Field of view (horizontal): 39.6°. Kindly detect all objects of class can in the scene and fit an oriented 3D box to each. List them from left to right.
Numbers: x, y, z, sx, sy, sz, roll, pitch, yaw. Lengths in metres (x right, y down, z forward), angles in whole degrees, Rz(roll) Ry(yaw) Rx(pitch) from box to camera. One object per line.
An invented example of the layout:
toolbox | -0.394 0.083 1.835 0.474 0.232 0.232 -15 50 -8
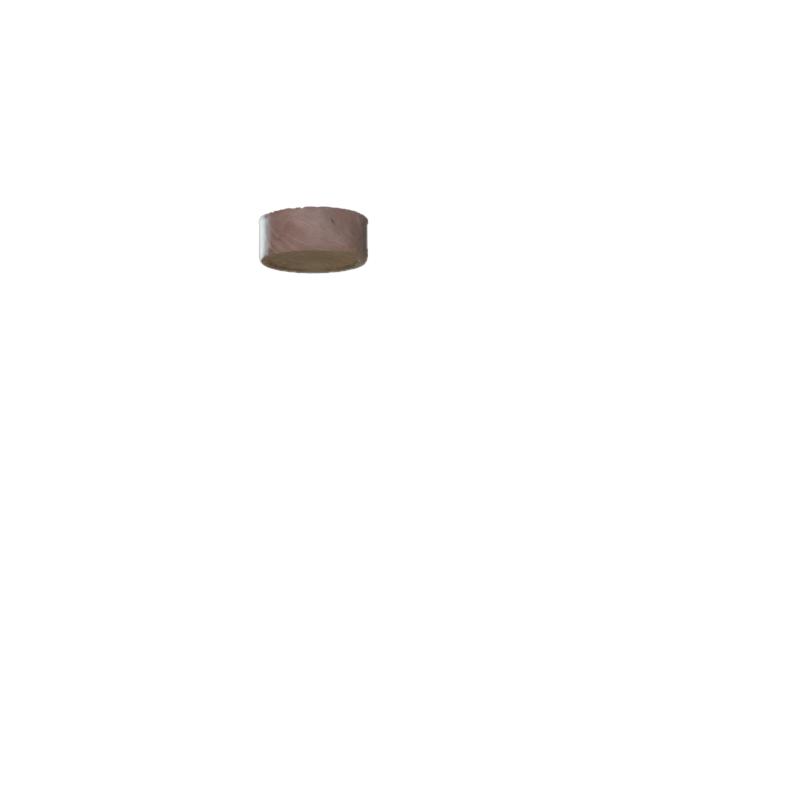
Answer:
can | -0.067 -0.123 0.859 0.086 0.034 0.084 0 -7 -2
